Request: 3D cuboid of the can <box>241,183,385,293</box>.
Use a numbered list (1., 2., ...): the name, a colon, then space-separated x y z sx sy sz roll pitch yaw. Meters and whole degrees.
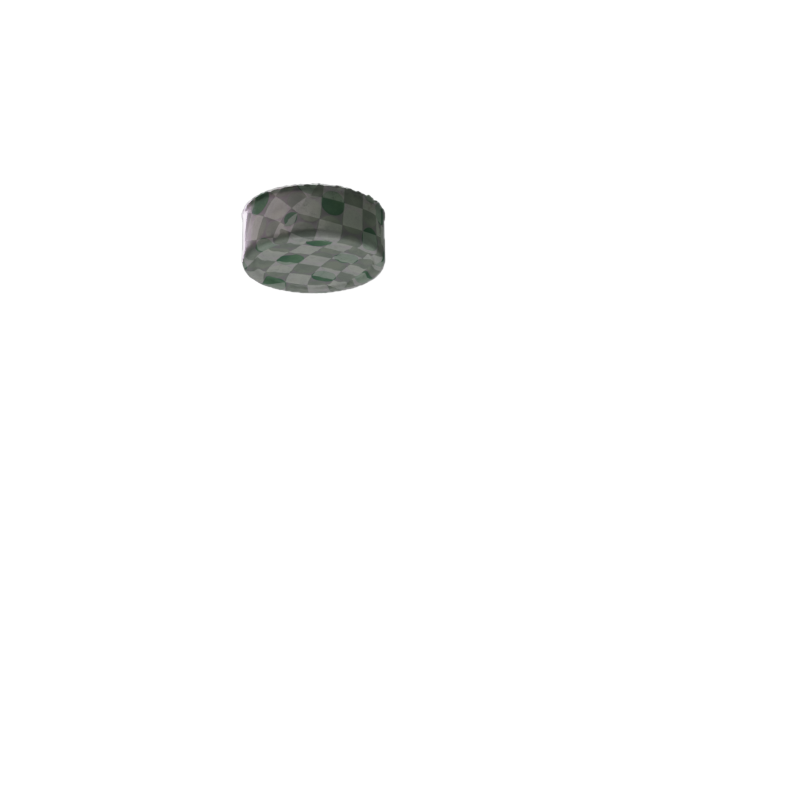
1. can: -0.051 -0.093 0.655 0.086 0.035 0.082 0 -19 -2
